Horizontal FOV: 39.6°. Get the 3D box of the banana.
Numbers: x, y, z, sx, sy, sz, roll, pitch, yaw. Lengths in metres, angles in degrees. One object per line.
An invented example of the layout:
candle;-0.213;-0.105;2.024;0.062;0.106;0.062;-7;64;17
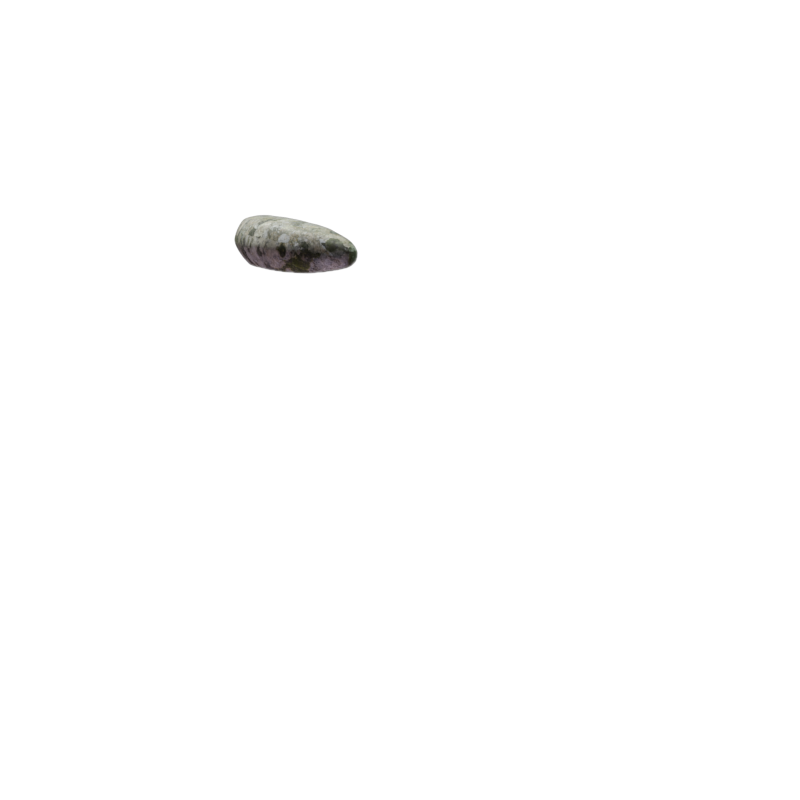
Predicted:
banana;-0.079;-0.110;0.773;0.069;0.036;0.203;-2;10;-11
